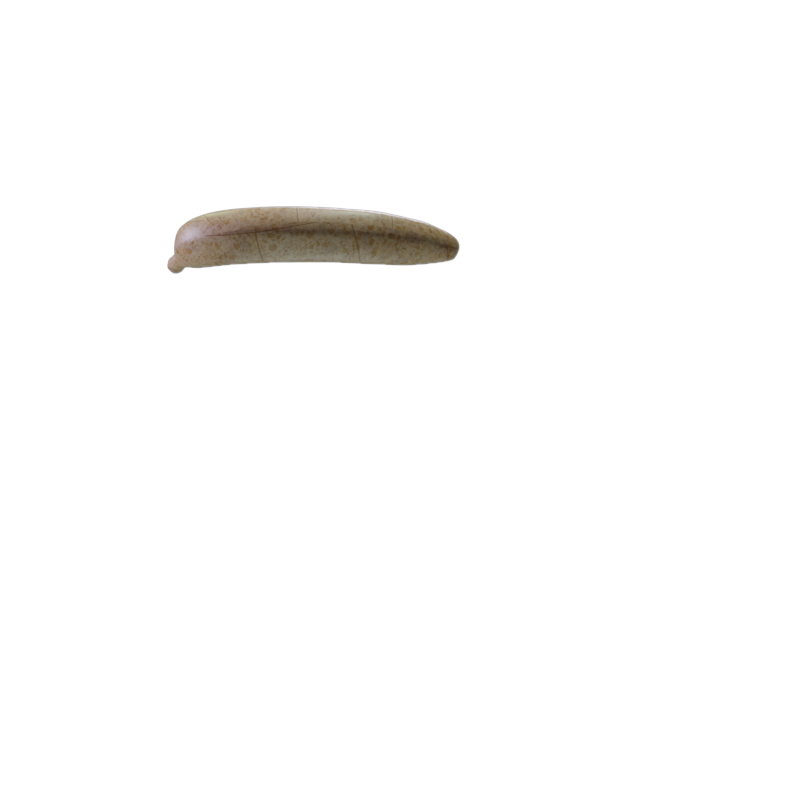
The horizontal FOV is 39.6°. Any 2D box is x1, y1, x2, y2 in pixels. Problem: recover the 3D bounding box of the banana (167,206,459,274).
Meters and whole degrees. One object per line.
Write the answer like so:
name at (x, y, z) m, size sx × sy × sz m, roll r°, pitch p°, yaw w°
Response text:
banana at (-0.063, -0.104, 0.713) m, size 0.200 × 0.037 × 0.068 m, roll 0°, pitch -1°, yaw 9°
